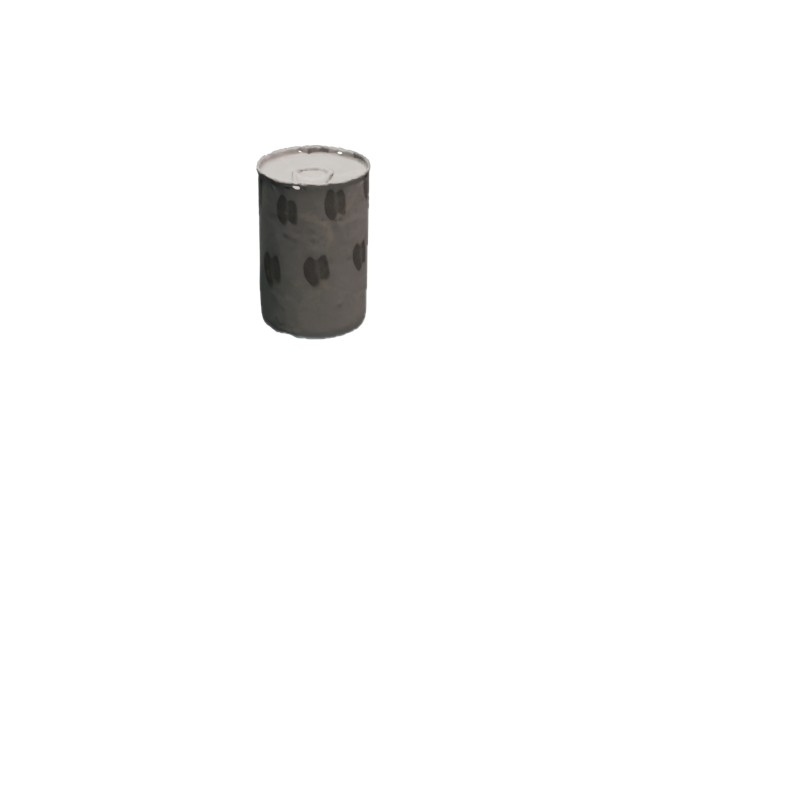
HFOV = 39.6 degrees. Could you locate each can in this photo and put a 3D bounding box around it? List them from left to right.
[{"bbox_3d":[-0.053,-0.097,0.678,0.068,0.097,0.072,0,26,-2],"label":"can"}]
